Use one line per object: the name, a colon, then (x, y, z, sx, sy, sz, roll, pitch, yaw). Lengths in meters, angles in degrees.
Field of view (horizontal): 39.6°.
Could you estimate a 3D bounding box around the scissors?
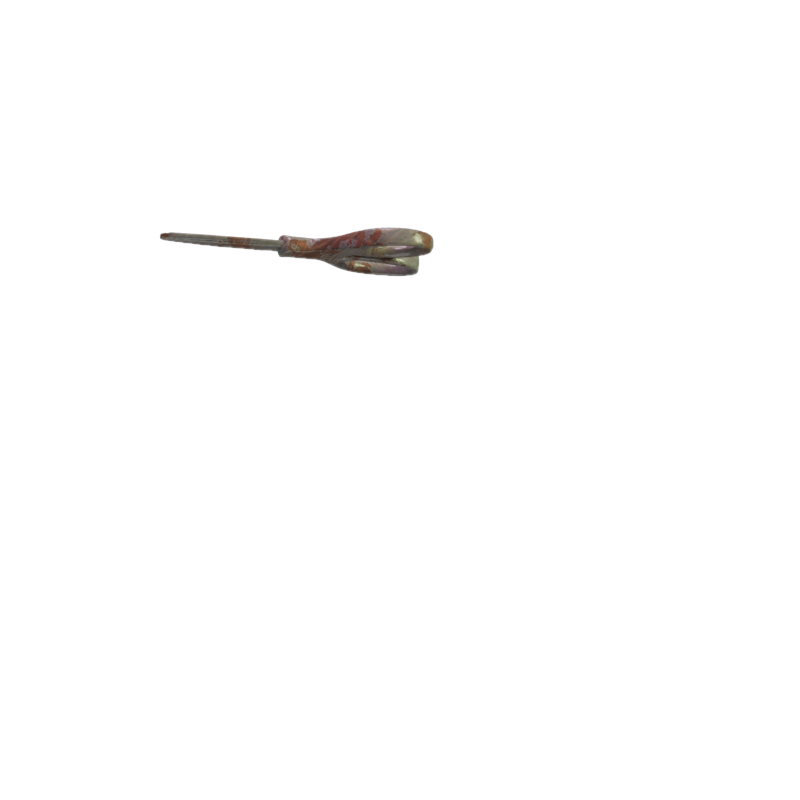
scissors: (-0.063, -0.115, 0.805, 0.193, 0.016, 0.097, 6, -12, -31)
